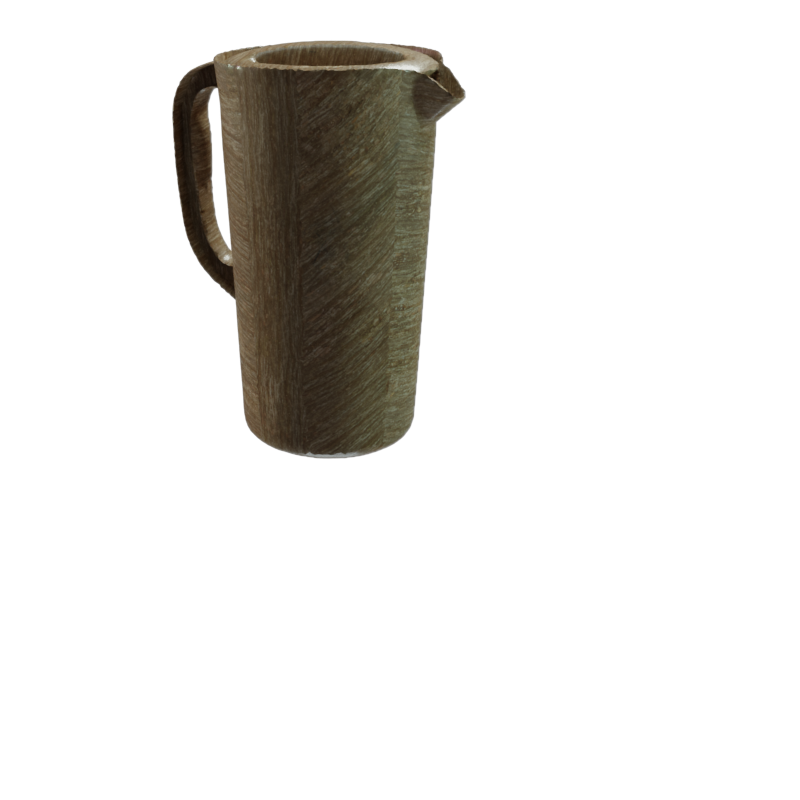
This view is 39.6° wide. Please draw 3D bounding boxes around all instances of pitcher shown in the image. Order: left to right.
[{"bbox_3d":[-0.053,-0.097,0.677,0.142,0.233,0.158,-6,20,-20],"label":"pitcher"}]
